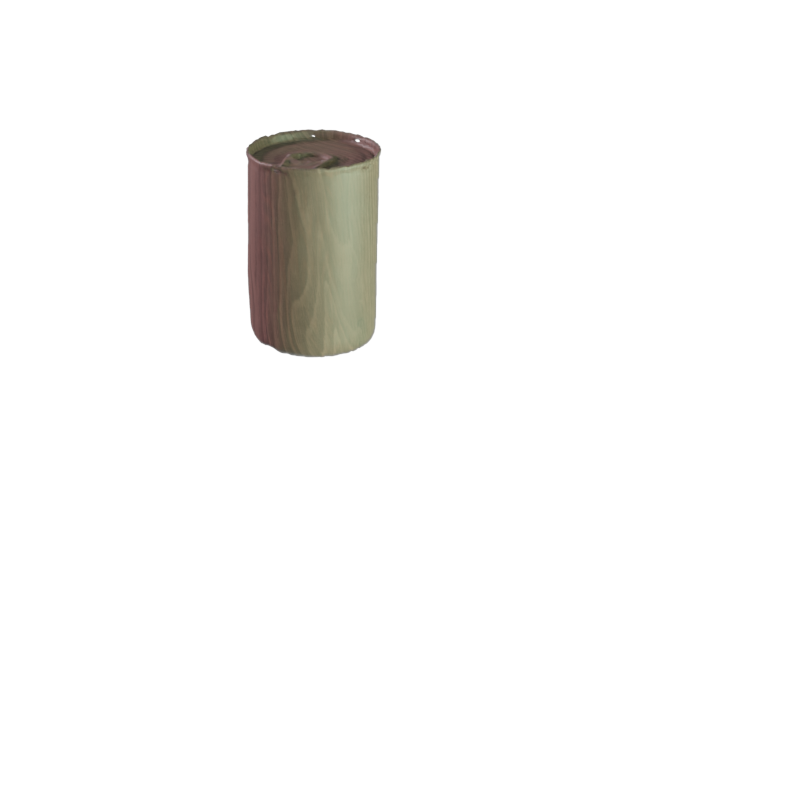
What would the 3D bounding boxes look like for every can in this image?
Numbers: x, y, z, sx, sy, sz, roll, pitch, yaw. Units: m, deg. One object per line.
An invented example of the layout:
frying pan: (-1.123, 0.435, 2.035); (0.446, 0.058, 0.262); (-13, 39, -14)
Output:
can: (-0.045, -0.082, 0.575); (0.068, 0.097, 0.072); (0, 24, -2)
